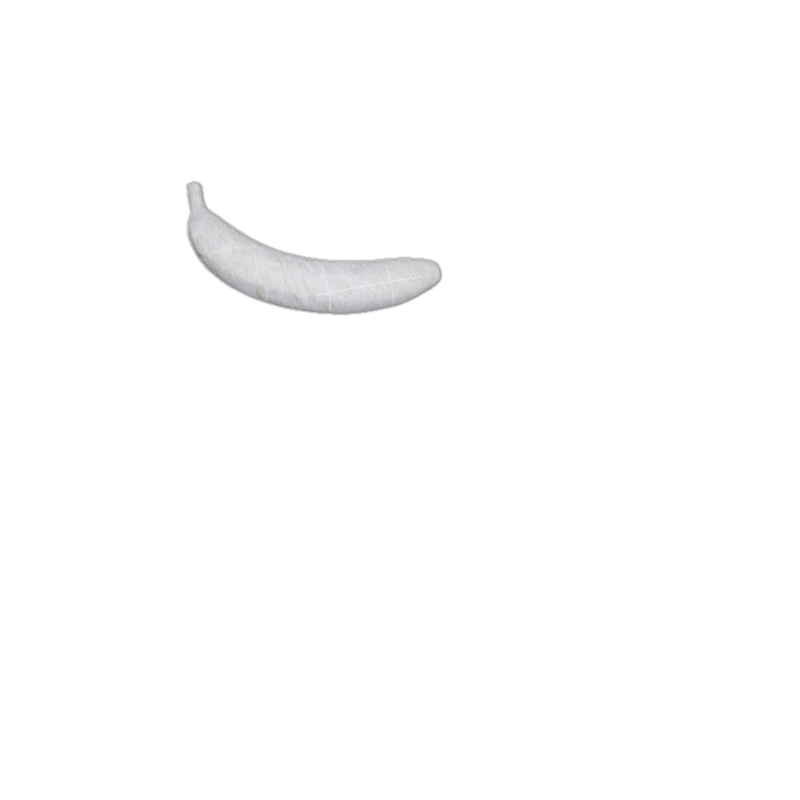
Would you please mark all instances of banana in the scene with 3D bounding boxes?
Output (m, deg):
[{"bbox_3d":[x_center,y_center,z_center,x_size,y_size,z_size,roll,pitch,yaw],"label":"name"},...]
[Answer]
[{"bbox_3d":[-0.072,-0.098,0.793,0.200,0.071,0.036,20,-12,5],"label":"banana"}]
